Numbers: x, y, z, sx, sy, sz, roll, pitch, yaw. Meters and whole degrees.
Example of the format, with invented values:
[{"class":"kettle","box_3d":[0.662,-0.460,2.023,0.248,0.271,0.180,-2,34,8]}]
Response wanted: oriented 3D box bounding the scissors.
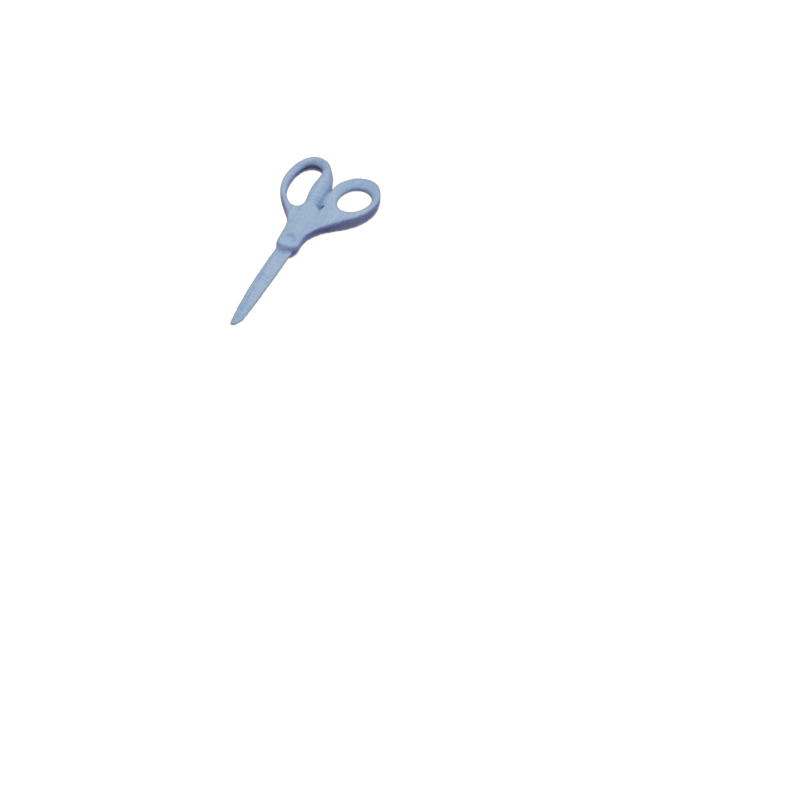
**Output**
[{"class":"scissors","box_3d":[-0.072,-0.131,0.915,0.097,0.215,0.015,5,-42,4]}]
